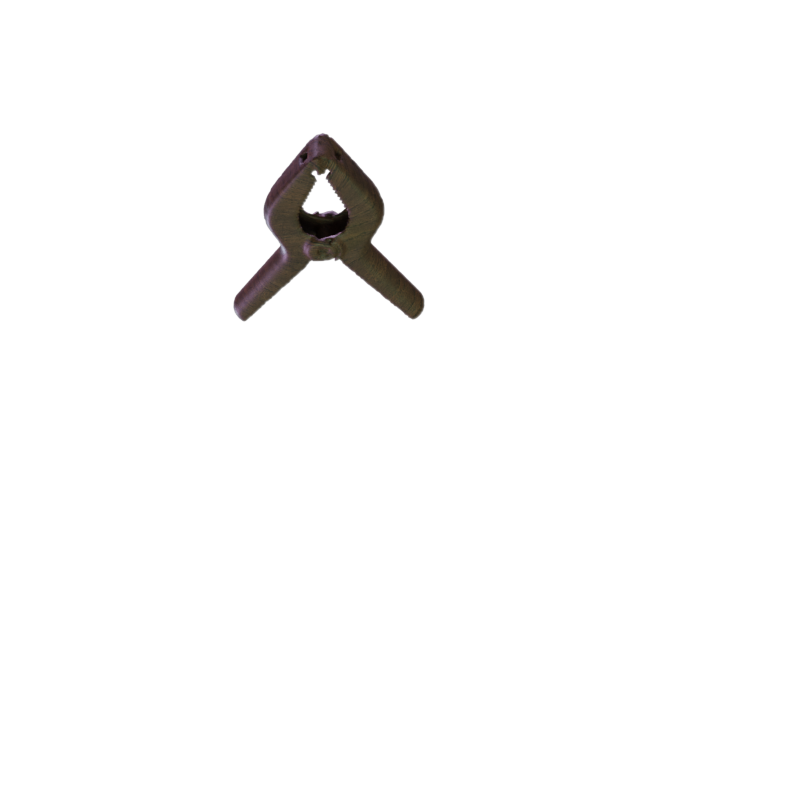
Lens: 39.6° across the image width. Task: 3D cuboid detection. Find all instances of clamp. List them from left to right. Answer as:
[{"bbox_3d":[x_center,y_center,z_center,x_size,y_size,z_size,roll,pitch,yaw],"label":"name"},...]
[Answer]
[{"bbox_3d":[-0.070,-0.128,0.900,0.166,0.039,0.194,-5,-37,6],"label":"clamp"}]
